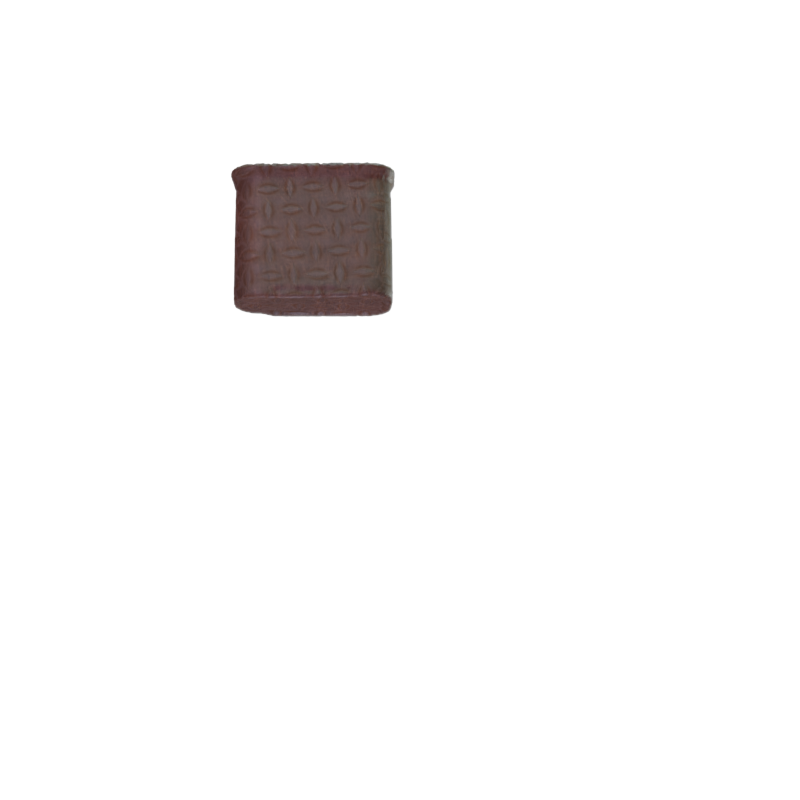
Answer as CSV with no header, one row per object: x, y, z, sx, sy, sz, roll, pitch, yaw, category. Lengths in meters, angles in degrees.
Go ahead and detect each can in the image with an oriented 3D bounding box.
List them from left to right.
-0.054,-0.098,0.686,0.102,0.087,0.055,-1,-15,0,can
